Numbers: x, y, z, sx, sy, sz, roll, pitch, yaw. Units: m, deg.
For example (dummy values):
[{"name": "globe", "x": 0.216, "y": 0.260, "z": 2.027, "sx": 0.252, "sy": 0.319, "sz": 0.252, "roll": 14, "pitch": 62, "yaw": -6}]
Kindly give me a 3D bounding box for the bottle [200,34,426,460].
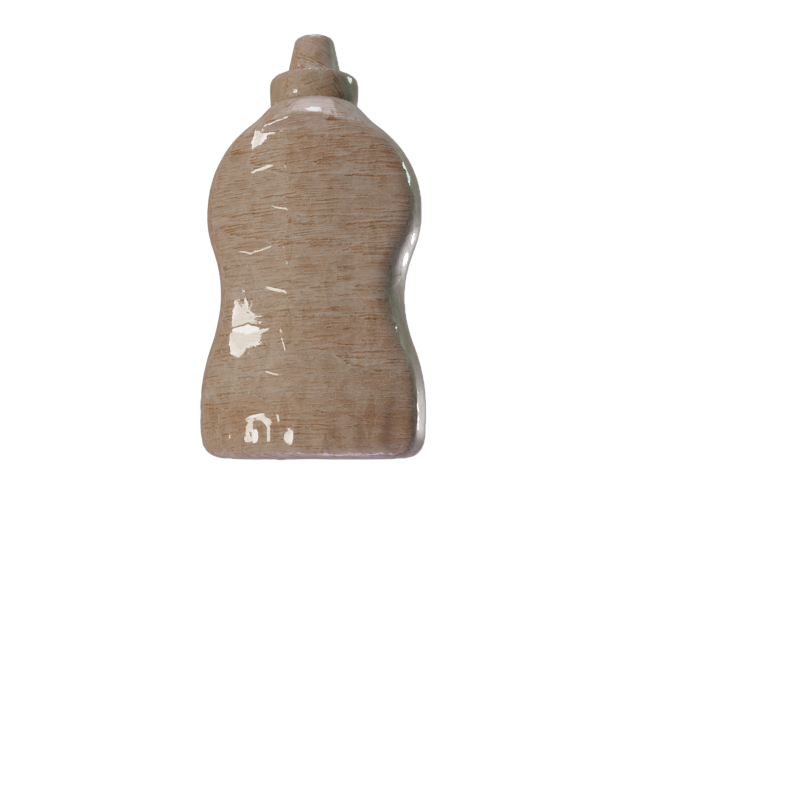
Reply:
[{"name": "bottle", "x": -0.039, "y": -0.071, "z": 0.497, "sx": 0.098, "sy": 0.197, "sz": 0.056, "roll": -3, "pitch": -10, "yaw": 15}]
